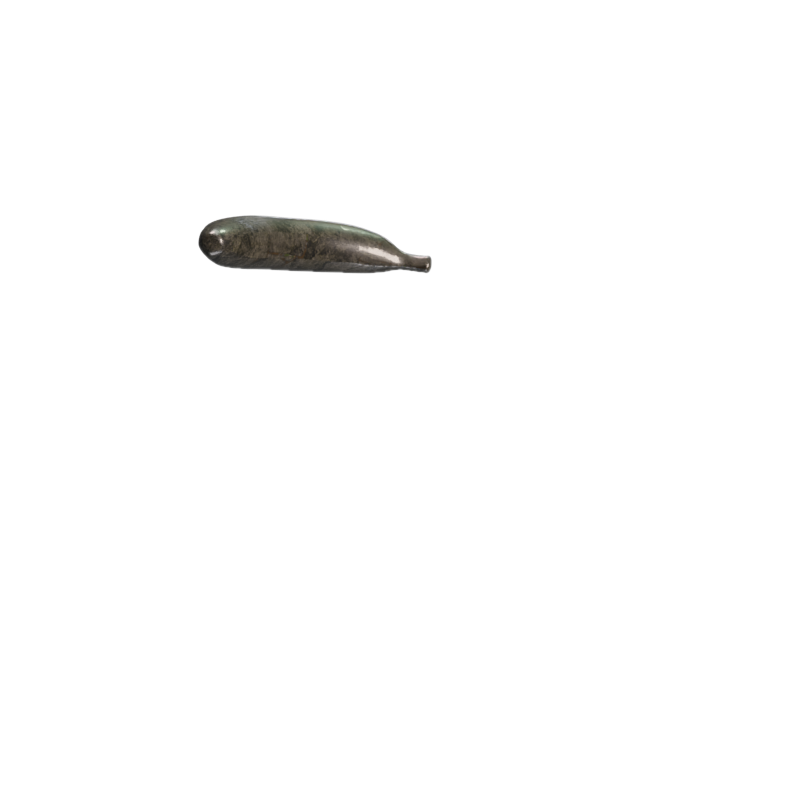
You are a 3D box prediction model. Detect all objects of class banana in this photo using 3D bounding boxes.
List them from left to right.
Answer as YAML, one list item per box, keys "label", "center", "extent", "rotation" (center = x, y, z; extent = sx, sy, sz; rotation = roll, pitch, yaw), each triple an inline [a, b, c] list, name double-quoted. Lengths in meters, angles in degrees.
- label: "banana"
  center: [-0.068, -0.105, 0.747]
  extent: [0.190, 0.037, 0.072]
  rotation: [-4, 4, -43]
